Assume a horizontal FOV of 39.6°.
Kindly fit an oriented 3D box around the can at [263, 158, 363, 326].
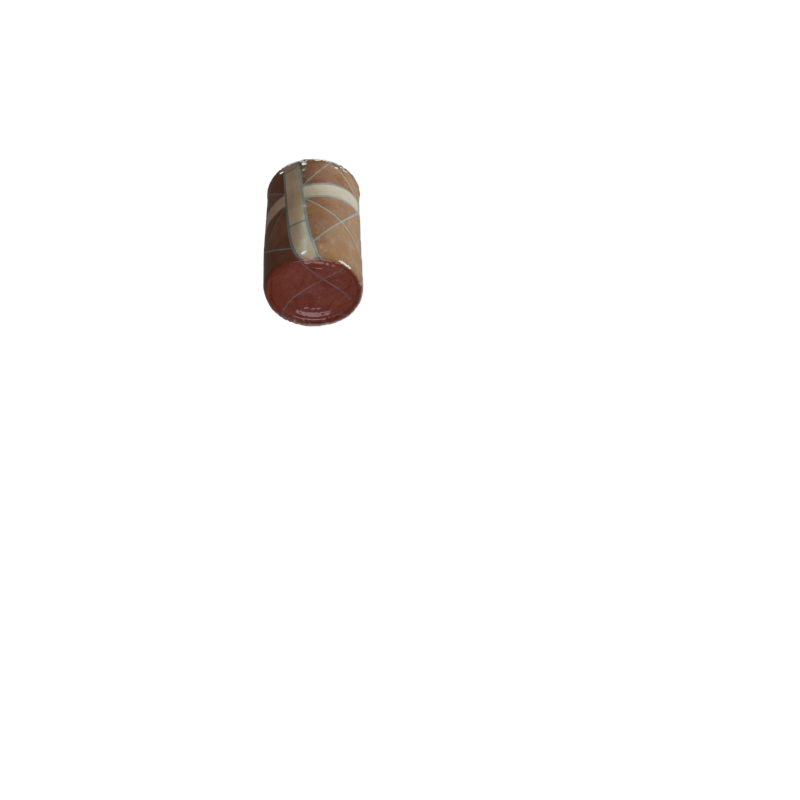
[{"bbox_3d":[-0.060,-0.110,0.772,0.068,0.110,0.064,-1,-43,-3],"label":"can"}]
